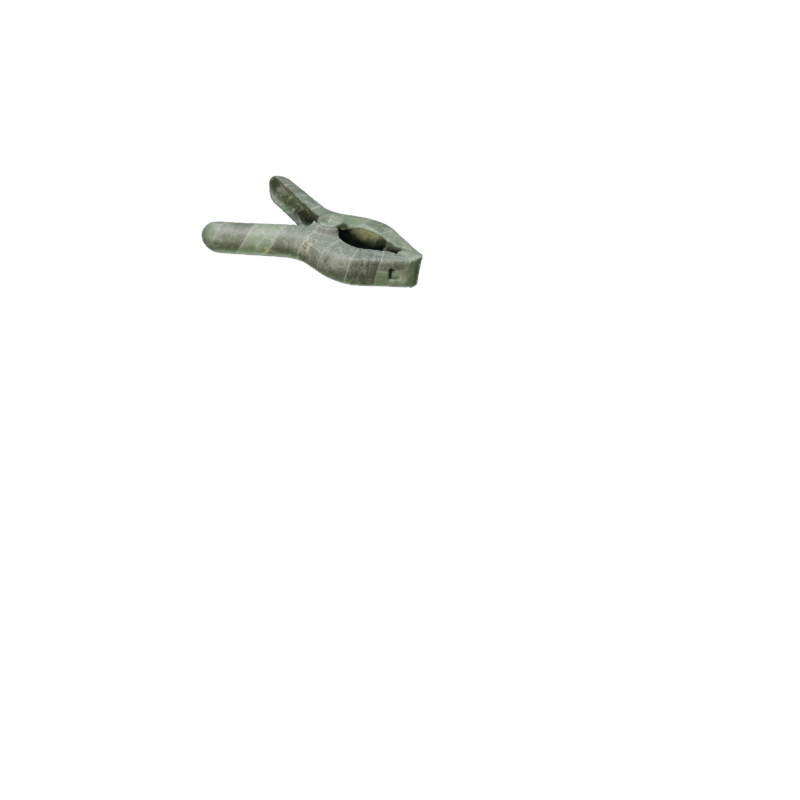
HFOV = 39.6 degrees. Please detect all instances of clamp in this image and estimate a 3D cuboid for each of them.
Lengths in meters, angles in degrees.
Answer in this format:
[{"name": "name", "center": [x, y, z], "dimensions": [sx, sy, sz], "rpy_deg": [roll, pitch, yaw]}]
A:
[{"name": "clamp", "center": [-0.069, -0.126, 0.884], "dimensions": [0.181, 0.037, 0.122], "rpy_deg": [25, 45, 27]}]
